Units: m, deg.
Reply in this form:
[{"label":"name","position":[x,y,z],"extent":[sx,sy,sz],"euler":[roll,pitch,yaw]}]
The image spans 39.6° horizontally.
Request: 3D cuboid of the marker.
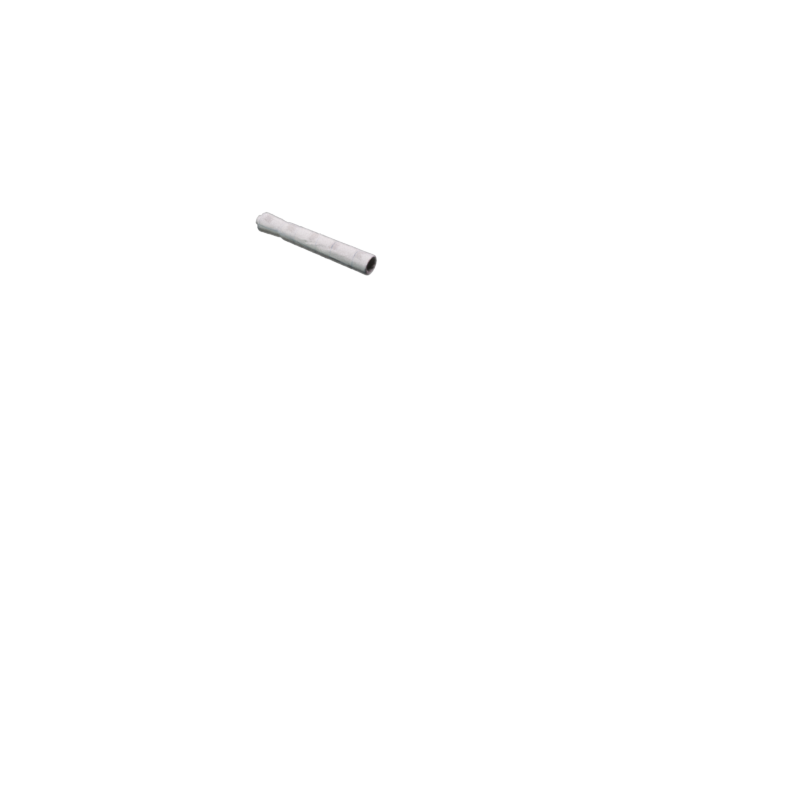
[{"label":"marker","position":[-0.076,-0.138,0.968],"extent":[0.127,0.019,0.019],"euler":[25,15,27]}]
